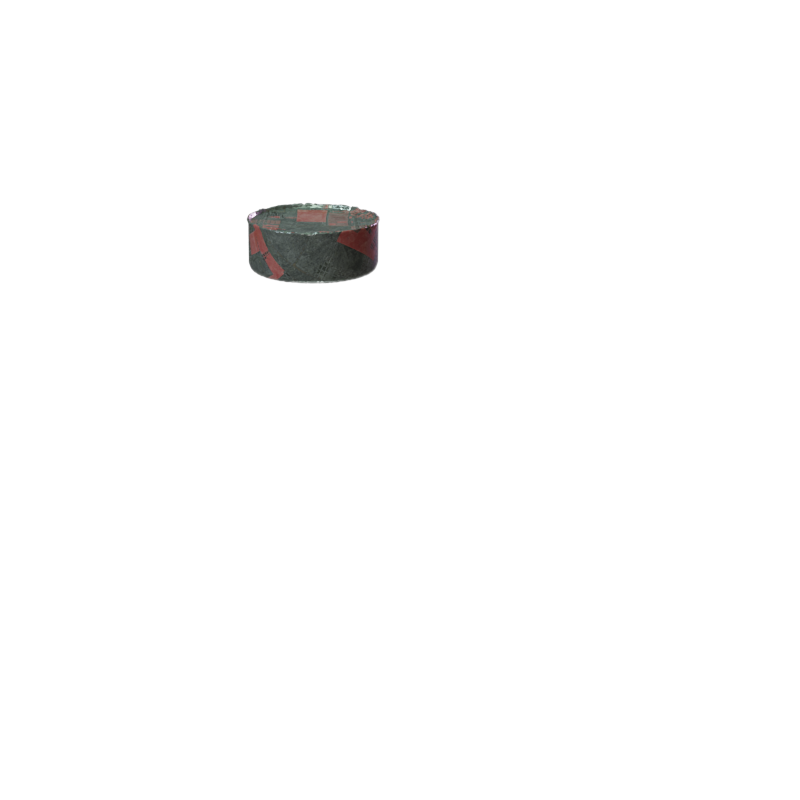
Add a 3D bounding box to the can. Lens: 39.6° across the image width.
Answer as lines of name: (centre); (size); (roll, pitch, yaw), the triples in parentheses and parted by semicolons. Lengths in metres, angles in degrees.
can: (-0.056, -0.103, 0.721); (0.086, 0.032, 0.090); (-1, 21, -2)
